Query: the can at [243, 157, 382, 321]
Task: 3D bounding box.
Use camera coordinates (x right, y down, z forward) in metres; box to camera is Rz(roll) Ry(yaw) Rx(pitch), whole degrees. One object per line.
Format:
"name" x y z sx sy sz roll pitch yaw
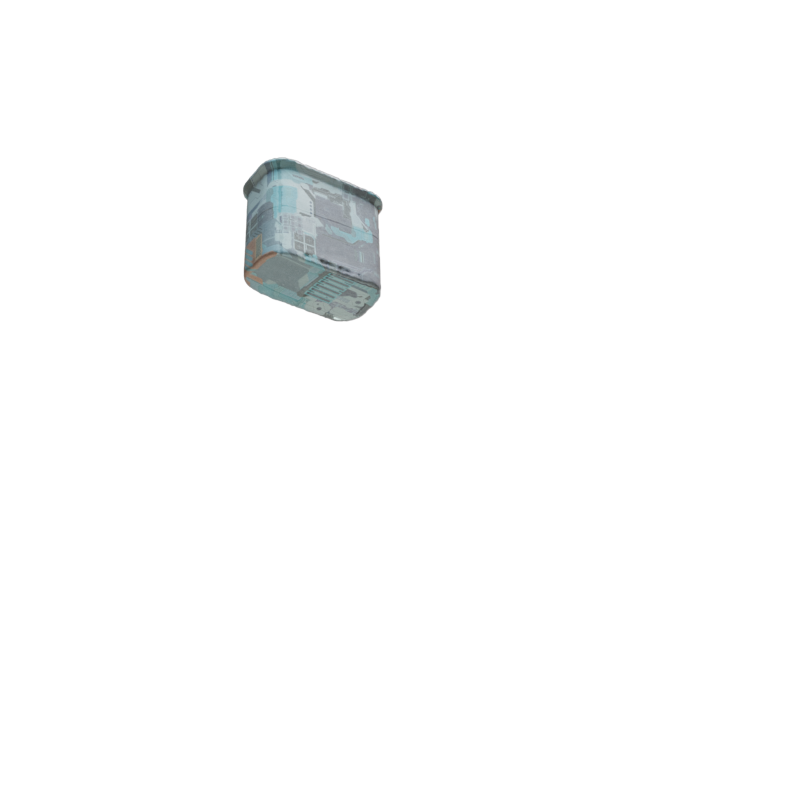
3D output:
"can" -0.062 -0.113 0.790 0.097 0.090 0.056 19 -39 -27
